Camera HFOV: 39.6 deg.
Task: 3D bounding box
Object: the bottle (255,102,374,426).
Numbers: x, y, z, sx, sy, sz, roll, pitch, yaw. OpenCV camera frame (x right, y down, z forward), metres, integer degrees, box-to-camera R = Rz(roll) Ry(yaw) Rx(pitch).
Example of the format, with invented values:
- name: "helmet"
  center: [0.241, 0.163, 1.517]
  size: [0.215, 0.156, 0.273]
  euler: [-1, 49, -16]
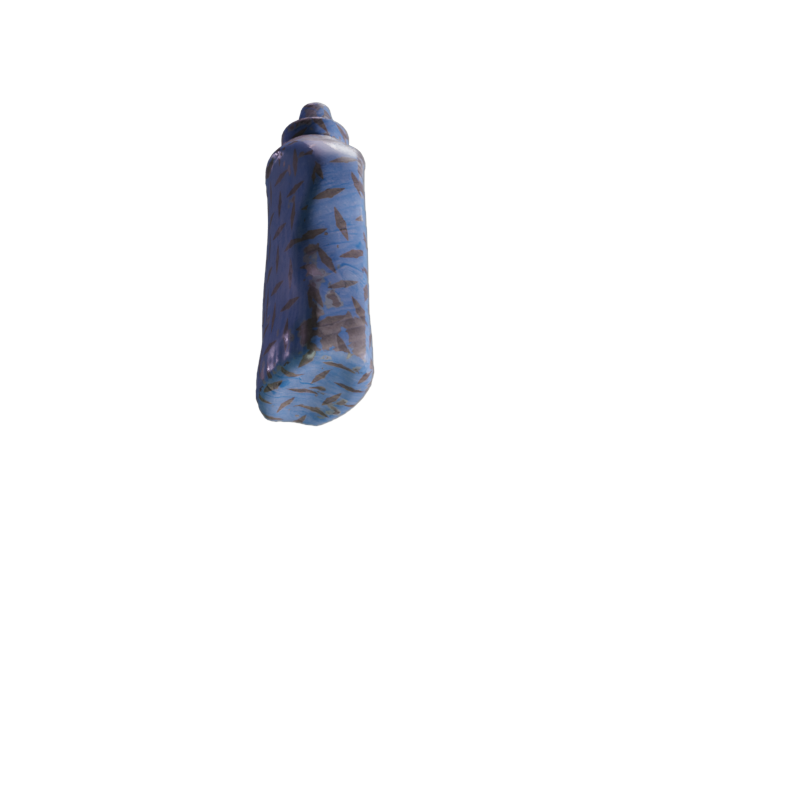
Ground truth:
- name: "bottle"
  center: [-0.049, -0.090, 0.631]
  size: [0.057, 0.204, 0.092]
  euler: [7, -31, -16]
